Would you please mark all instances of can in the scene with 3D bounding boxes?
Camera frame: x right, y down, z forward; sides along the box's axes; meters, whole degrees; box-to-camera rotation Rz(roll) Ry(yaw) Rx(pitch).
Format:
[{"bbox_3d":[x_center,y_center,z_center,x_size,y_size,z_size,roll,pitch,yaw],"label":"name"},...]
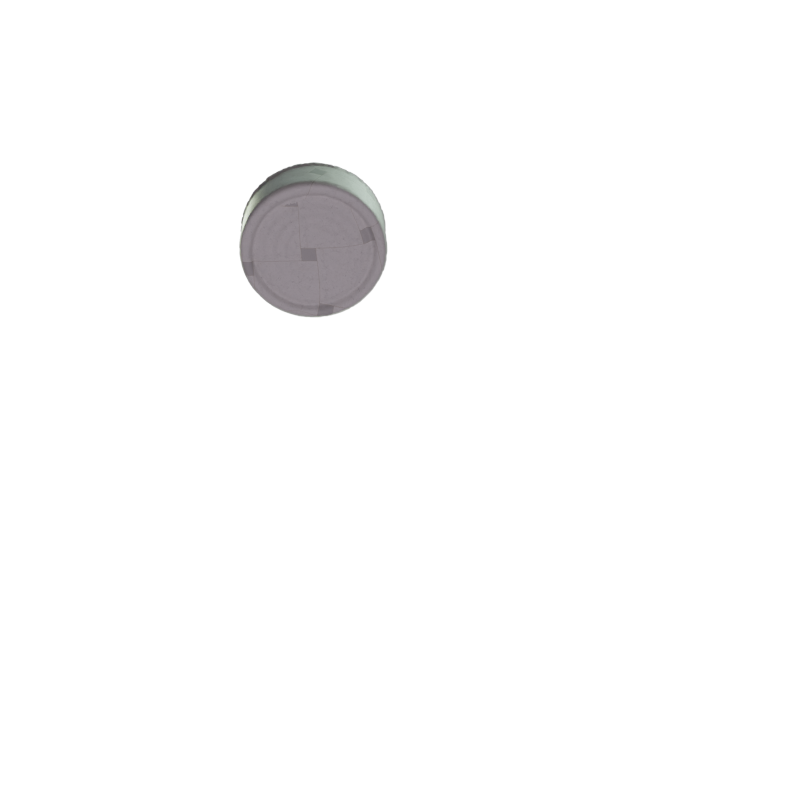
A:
[{"bbox_3d":[-0.050,-0.092,0.642,0.086,0.081,0.035,1,26,-1],"label":"can"}]
